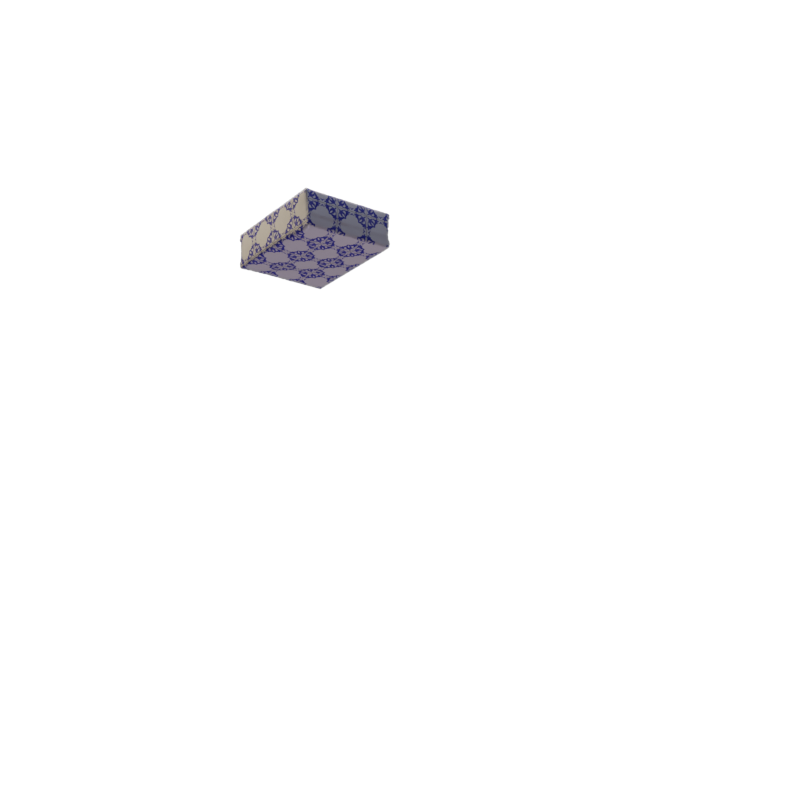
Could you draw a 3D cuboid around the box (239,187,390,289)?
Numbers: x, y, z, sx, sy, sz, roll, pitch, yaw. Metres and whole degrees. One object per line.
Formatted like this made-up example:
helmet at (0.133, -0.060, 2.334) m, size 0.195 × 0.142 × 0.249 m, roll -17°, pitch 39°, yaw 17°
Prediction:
box at (-0.077, -0.141, 0.987) m, size 0.085 × 0.041 × 0.114 m, roll 12°, pitch -21°, yaw -35°
